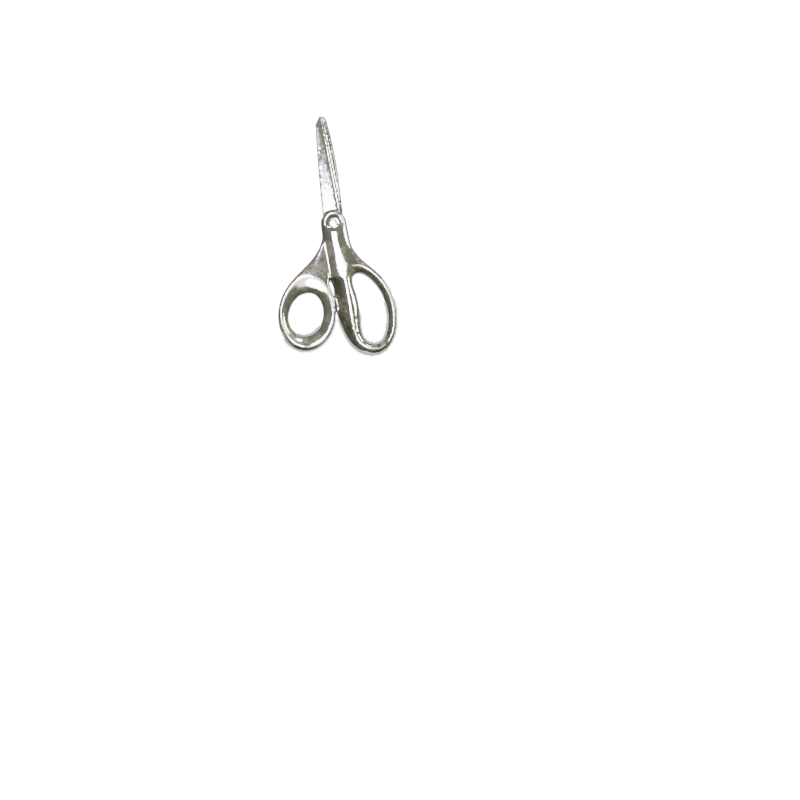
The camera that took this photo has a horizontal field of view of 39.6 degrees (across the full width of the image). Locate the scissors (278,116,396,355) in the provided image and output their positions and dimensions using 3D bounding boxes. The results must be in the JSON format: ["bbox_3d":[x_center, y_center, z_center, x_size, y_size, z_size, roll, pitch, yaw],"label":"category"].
[{"bbox_3d":[-0.067,-0.121,0.850,0.096,0.213,0.015,-20,-22,-8],"label":"scissors"}]
